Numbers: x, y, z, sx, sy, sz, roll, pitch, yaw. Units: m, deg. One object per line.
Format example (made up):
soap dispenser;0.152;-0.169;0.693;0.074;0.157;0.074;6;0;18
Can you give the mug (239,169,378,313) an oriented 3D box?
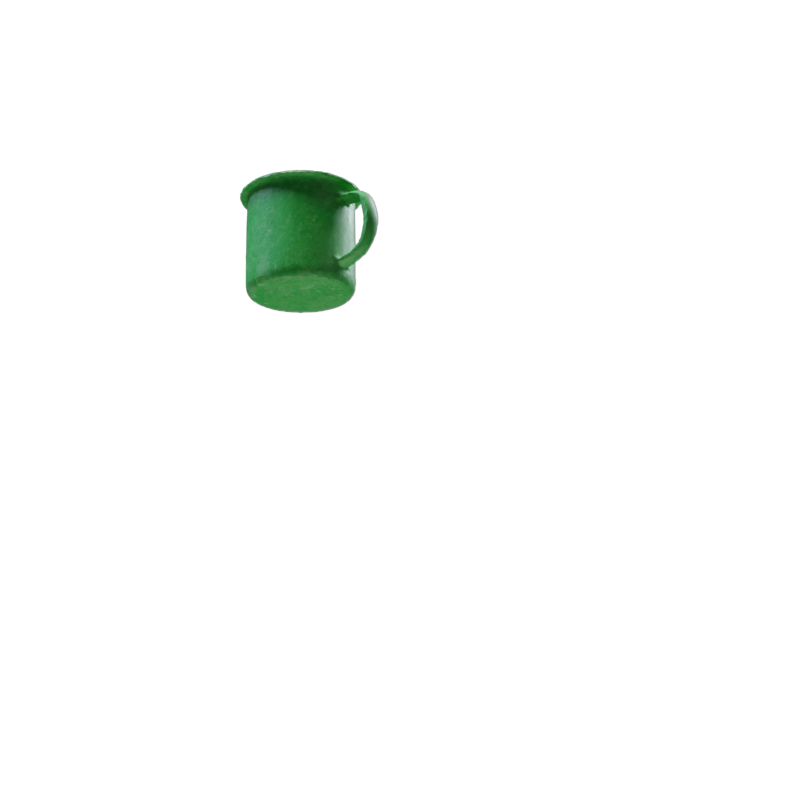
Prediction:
mug;-0.064;-0.117;0.823;0.119;0.086;0.087;-14;-23;34
